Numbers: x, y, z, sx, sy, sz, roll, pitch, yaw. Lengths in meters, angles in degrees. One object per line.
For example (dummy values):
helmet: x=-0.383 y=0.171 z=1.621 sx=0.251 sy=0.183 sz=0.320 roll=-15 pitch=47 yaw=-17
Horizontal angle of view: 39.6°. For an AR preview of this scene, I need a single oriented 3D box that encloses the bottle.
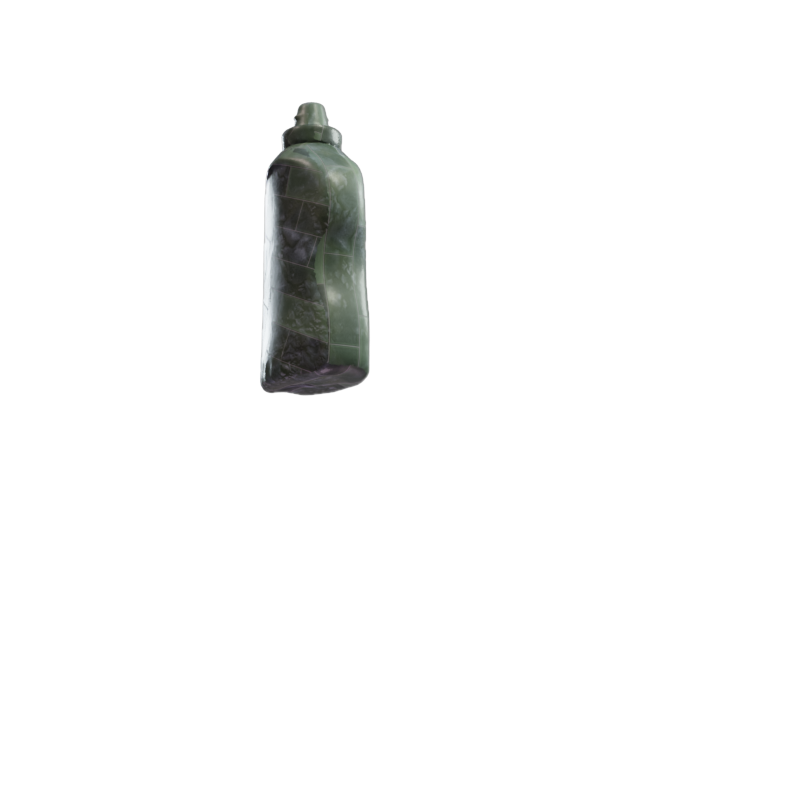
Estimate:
bottle: x=-0.057 y=-0.104 z=0.728 sx=0.056 sy=0.199 sz=0.096 roll=7 pitch=-16 yaw=-27
